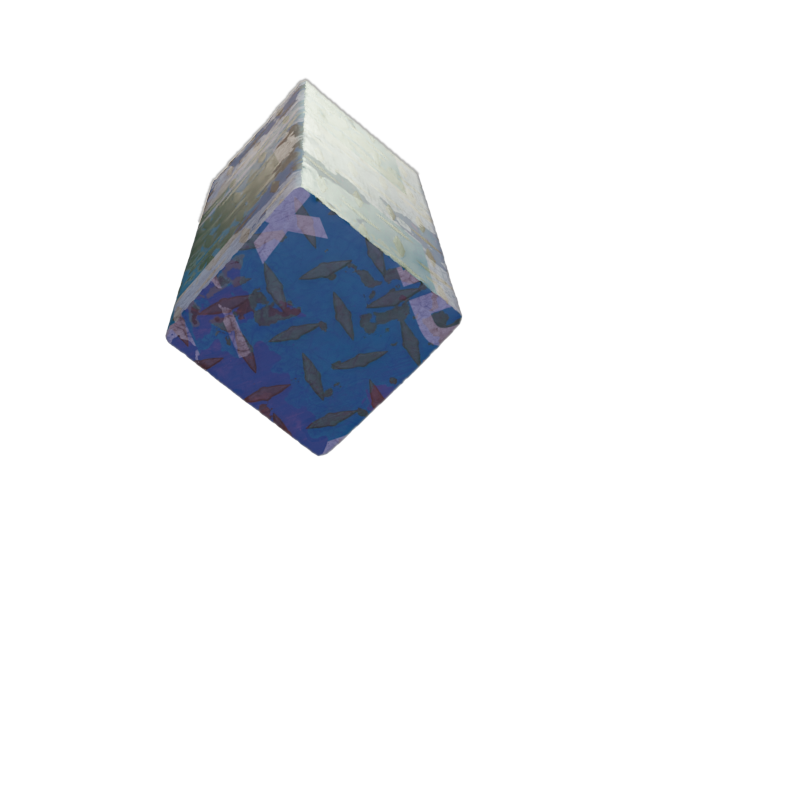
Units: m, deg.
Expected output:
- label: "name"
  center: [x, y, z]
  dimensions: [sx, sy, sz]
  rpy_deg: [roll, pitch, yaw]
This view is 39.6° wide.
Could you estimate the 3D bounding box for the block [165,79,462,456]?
- label: "block"
  center: [-0.043, -0.077, 0.547]
  dimensions: [0.087, 0.089, 0.217]
  rpy_deg: [38, 18, -20]
